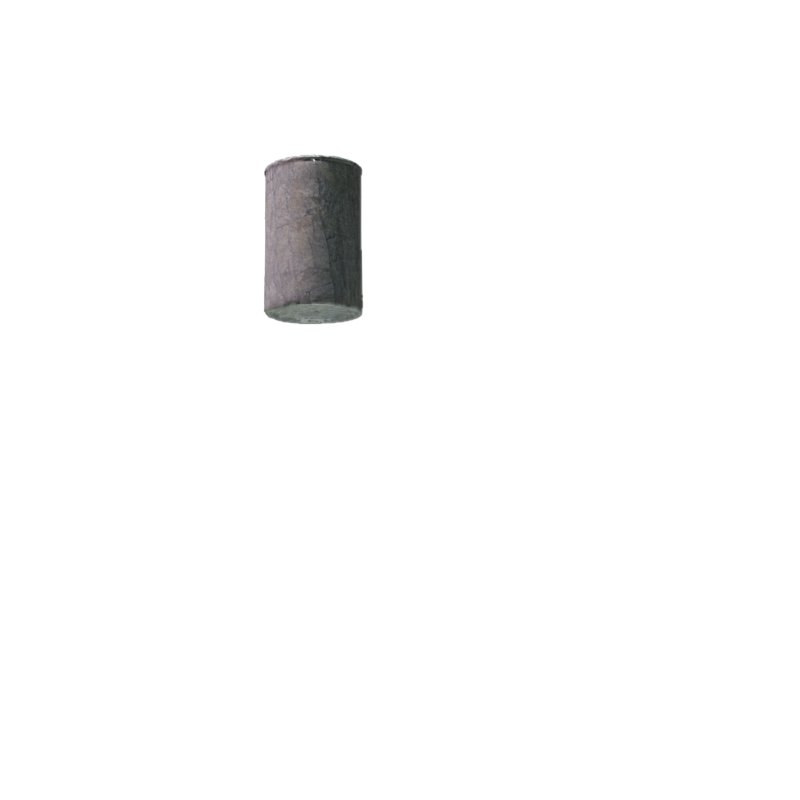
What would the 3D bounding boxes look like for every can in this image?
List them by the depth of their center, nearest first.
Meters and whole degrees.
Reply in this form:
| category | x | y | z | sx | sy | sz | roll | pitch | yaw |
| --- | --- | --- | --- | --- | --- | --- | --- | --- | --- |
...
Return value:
| category | x | y | z | sx | sy | sz | roll | pitch | yaw |
| --- | --- | --- | --- | --- | --- | --- | --- | --- | --- |
| can | -0.059 | -0.108 | 0.754 | 0.068 | 0.106 | 0.066 | 0 | -13 | -2 |
